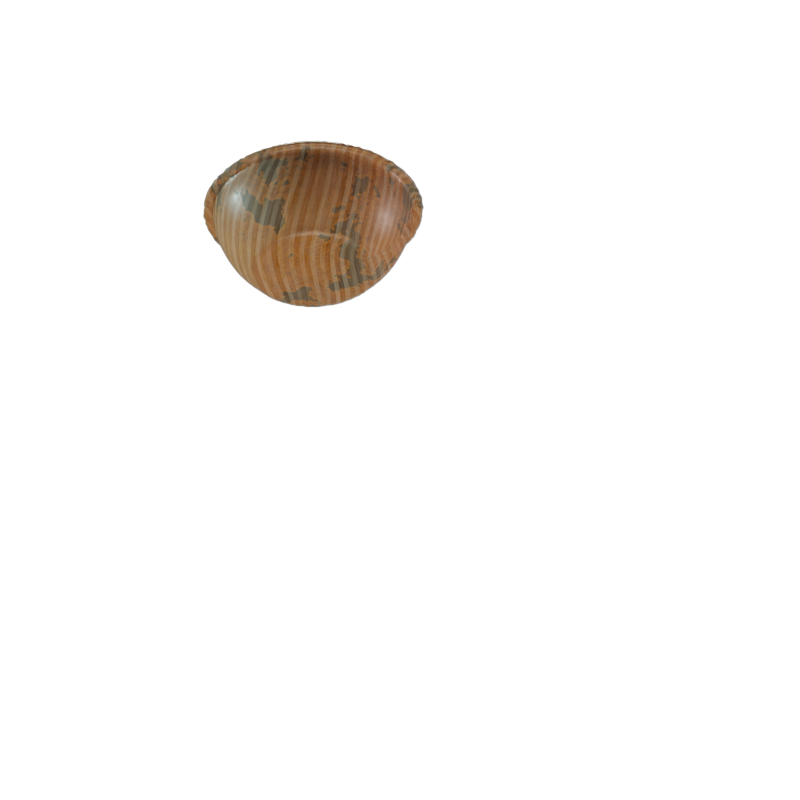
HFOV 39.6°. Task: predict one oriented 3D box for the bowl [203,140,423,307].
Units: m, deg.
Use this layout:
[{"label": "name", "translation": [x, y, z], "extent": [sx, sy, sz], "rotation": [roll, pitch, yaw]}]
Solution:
[{"label": "bowl", "translation": [-0.063, -0.115, 0.803], "extent": [0.162, 0.059, 0.152], "rotation": [1, -32, -2]}]
